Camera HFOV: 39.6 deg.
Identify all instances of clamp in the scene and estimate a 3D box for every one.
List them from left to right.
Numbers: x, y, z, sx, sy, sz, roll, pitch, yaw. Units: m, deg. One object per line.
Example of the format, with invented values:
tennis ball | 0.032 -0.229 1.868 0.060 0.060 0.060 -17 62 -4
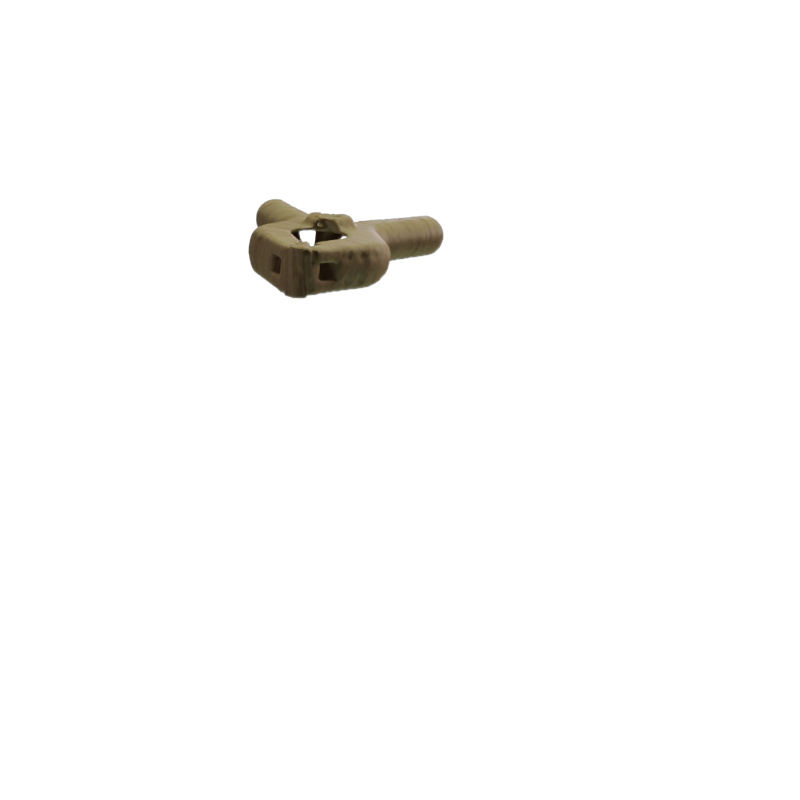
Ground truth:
clamp | -0.051 -0.093 0.651 0.123 0.038 0.171 4 15 17
